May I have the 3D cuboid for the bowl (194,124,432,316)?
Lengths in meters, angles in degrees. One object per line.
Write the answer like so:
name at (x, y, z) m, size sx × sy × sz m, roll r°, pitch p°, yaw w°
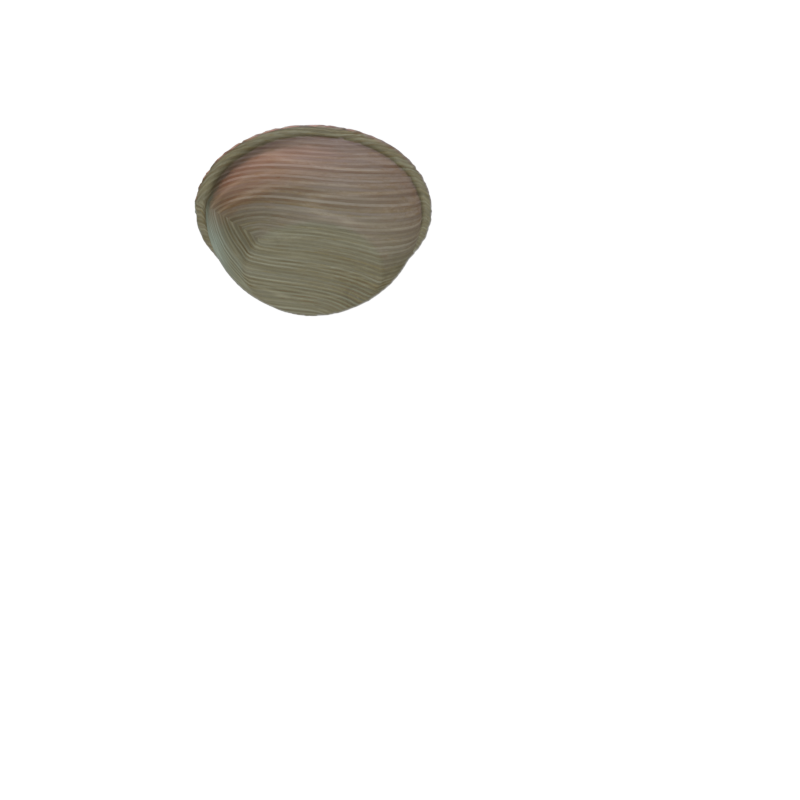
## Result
bowl at (-0.058, -0.105, 0.738) m, size 0.162 × 0.059 × 0.151 m, roll 1°, pitch -39°, yaw -1°
